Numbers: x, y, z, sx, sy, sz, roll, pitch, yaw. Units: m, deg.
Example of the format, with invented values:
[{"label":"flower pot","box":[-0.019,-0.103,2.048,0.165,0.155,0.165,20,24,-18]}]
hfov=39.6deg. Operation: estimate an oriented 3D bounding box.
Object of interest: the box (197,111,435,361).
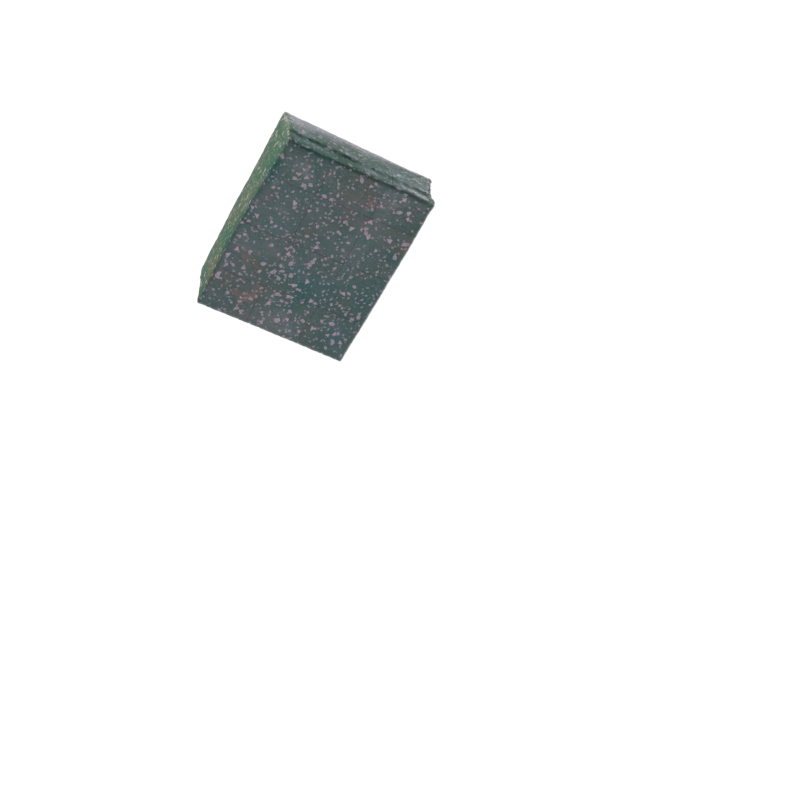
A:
[{"label":"box","box":[-0.047,-0.086,0.599,0.087,0.110,0.041,24,30,-16]}]
